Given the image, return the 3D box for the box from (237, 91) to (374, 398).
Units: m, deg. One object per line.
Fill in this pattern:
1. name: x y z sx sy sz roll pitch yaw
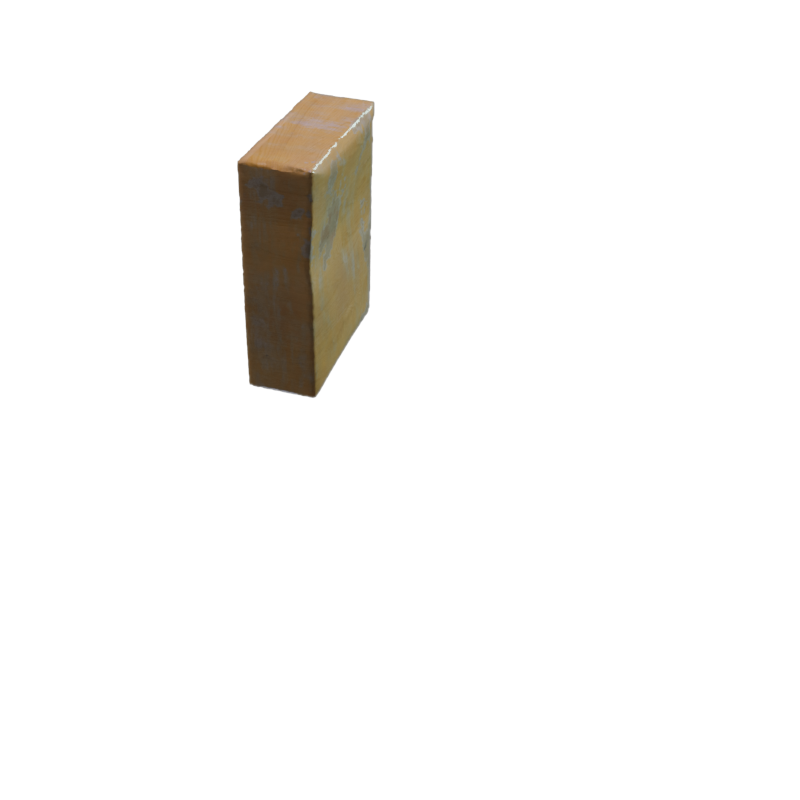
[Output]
1. box: -0.075 -0.137 0.961 0.074 0.201 0.170 10 33 13
